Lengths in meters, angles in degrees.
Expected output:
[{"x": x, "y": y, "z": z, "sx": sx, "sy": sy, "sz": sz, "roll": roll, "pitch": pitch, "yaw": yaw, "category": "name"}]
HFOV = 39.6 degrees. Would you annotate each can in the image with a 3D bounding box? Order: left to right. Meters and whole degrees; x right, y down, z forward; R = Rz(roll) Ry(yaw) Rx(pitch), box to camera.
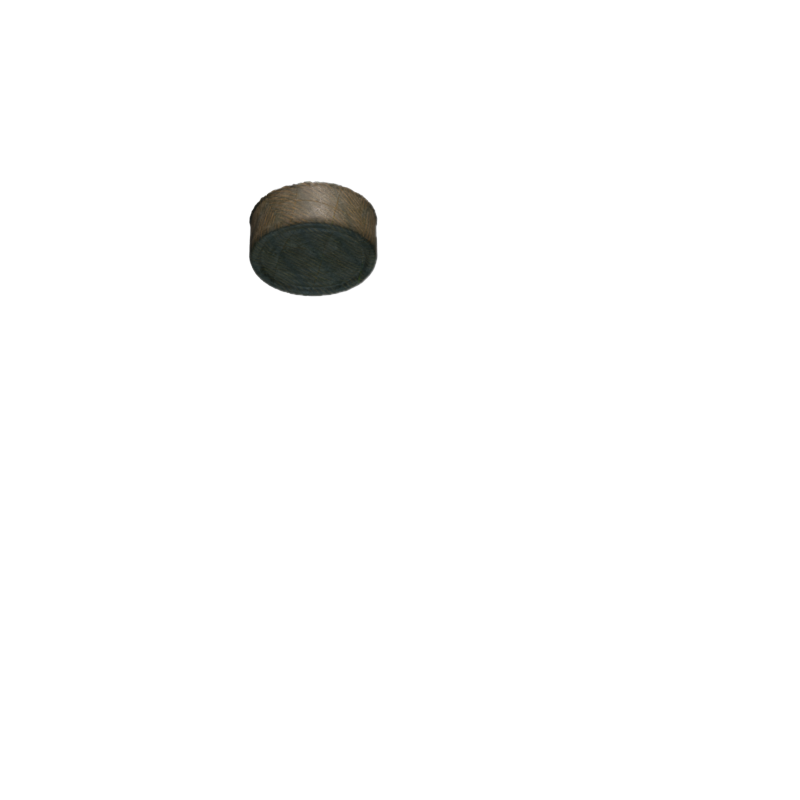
[{"x": -0.057, "y": -0.105, "z": 0.734, "sx": 0.086, "sy": 0.036, "sz": 0.080, "roll": 1, "pitch": -32, "yaw": -2, "category": "can"}]
